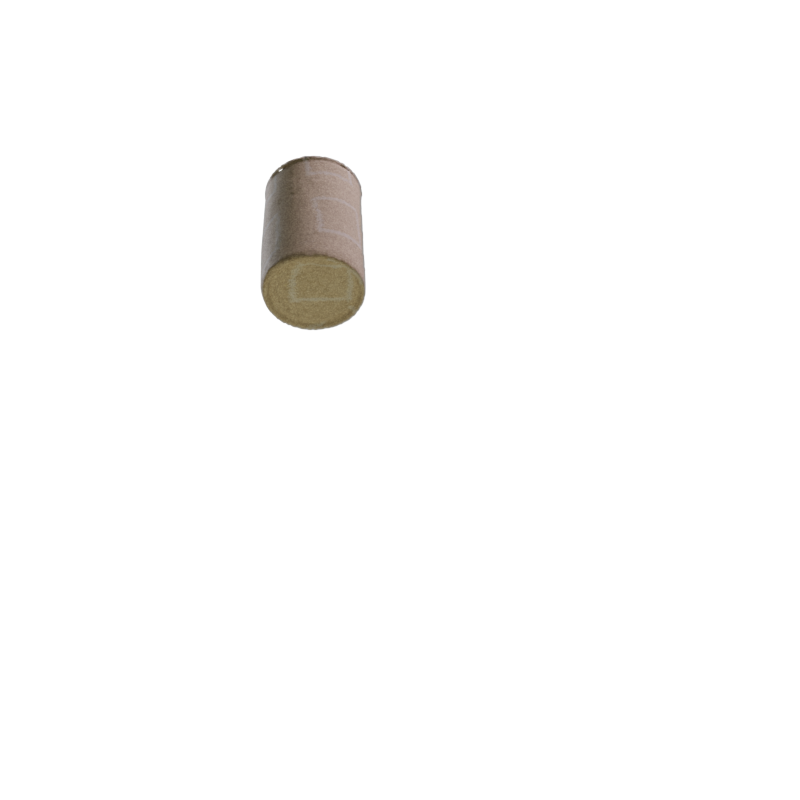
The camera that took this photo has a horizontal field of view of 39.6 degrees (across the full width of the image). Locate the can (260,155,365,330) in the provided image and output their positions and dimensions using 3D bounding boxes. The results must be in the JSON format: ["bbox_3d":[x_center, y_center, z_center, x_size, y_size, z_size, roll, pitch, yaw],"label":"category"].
[{"bbox_3d":[-0.058,-0.105,0.738,0.068,0.110,0.064,-1,-45,-3],"label":"can"}]
